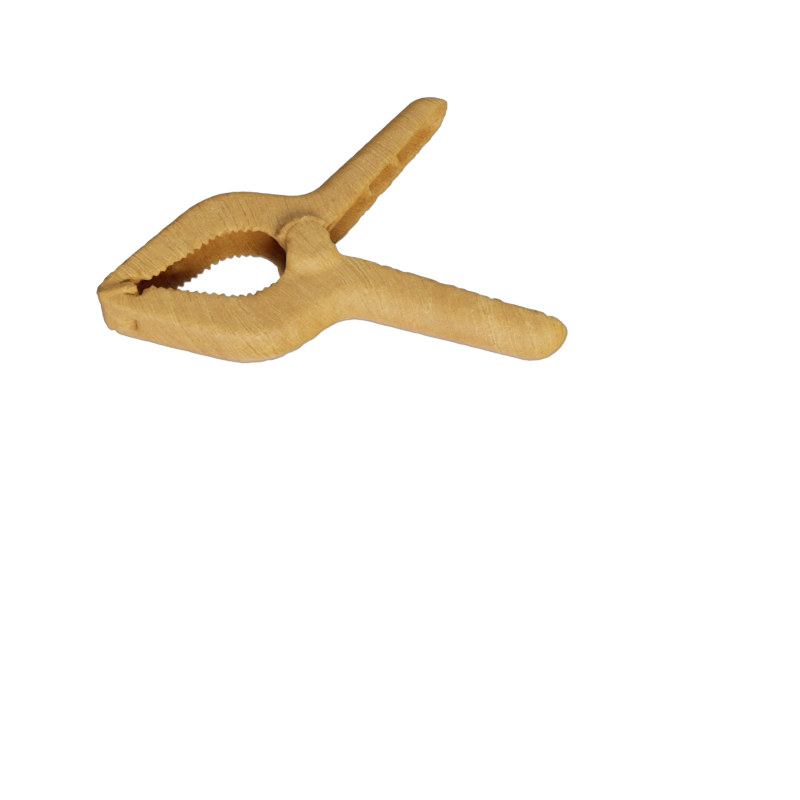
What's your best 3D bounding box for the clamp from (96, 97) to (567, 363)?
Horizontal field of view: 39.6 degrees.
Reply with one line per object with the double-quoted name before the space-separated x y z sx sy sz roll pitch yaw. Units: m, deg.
"clamp" -0.042 -0.077 0.543 0.208 0.177 0.034 -9 -35 -7
